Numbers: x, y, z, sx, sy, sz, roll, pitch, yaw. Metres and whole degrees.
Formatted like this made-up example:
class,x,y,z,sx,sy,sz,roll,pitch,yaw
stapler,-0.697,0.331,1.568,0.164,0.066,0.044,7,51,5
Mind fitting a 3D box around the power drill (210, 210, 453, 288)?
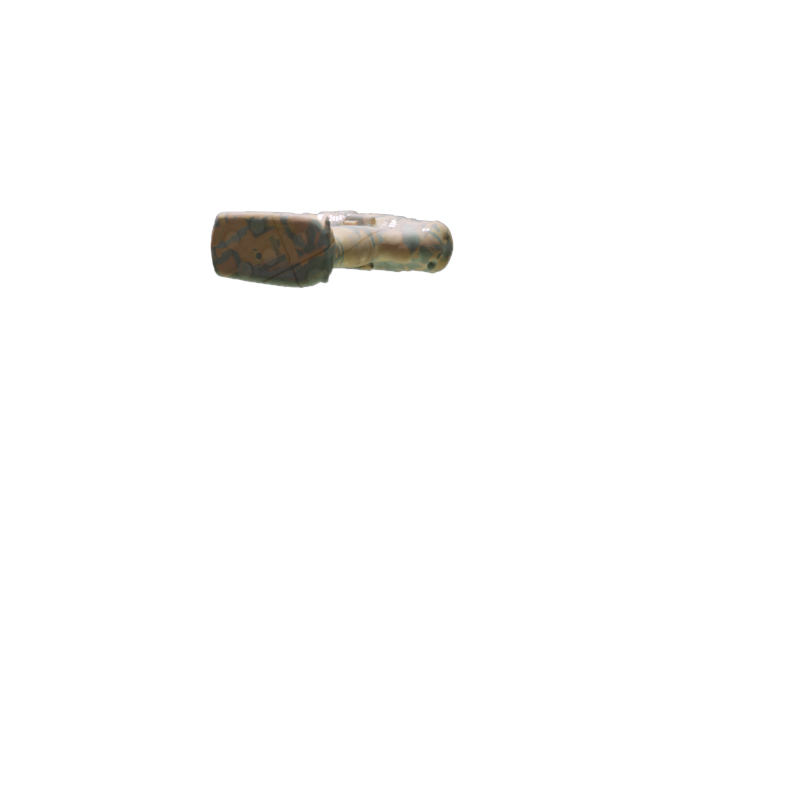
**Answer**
class,x,y,z,sx,sy,sz,roll,pitch,yaw
power drill,-0.073,-0.134,0.936,0.192,0.056,0.183,7,13,32
